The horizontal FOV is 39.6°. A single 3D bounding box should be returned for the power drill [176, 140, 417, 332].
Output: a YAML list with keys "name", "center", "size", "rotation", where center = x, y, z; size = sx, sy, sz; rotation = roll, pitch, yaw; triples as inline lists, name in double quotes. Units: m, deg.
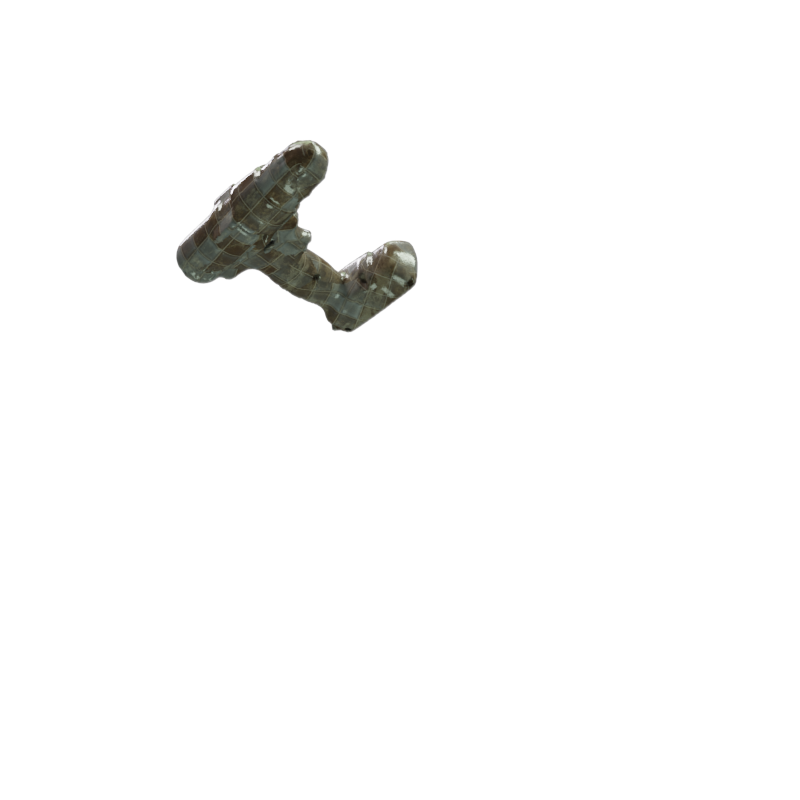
- name: "power drill"
  center: [-0.076, -0.139, 0.975]
  size: [0.177, 0.061, 0.183]
  rotation: [26, -43, -33]
